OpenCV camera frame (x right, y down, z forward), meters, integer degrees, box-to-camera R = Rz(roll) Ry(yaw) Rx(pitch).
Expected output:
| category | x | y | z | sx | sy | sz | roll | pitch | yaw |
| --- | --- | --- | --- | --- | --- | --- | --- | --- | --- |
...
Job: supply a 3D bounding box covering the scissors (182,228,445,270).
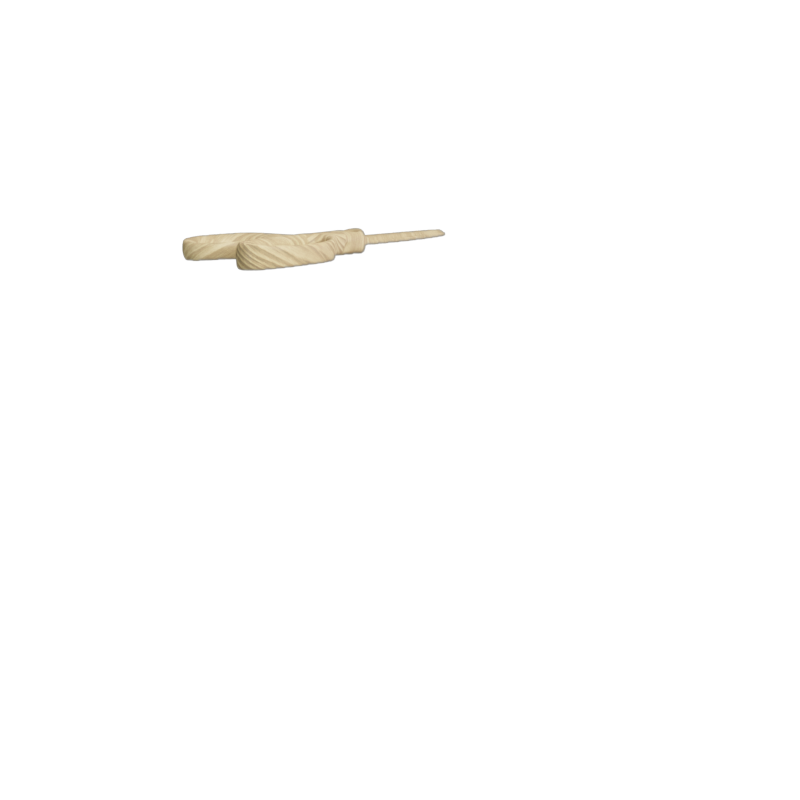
| category | x | y | z | sx | sy | sz | roll | pitch | yaw |
| --- | --- | --- | --- | --- | --- | --- | --- | --- | --- |
| scissors | -0.052 | -0.094 | 0.658 | 0.099 | 0.015 | 0.199 | 5 | 13 | 22 |
